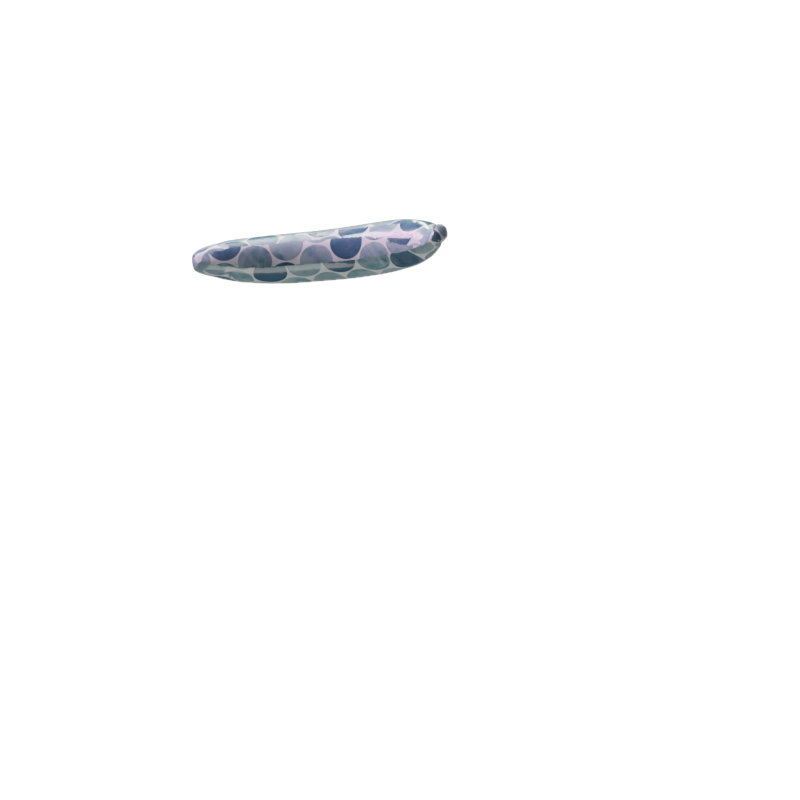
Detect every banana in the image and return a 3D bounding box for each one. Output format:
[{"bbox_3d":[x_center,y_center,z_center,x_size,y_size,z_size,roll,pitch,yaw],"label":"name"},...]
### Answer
[{"bbox_3d":[-0.052,-0.110,0.805,0.202,0.038,0.065,-5,-14,22],"label":"banana"}]
